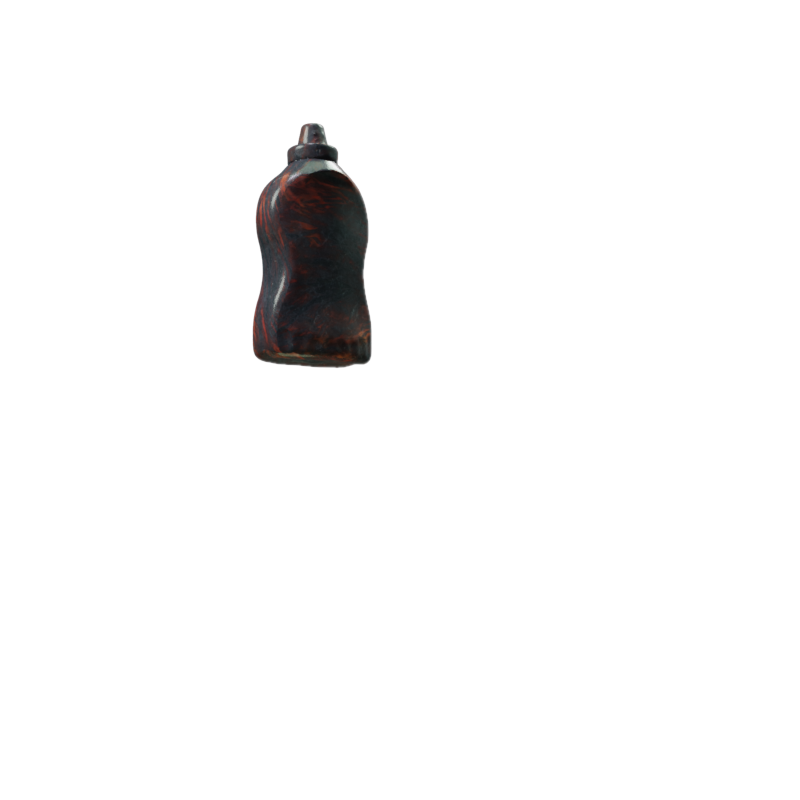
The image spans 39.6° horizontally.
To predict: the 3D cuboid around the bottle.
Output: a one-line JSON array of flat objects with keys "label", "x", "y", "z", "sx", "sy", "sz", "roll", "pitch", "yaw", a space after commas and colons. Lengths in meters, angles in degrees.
[{"label": "bottle", "x": -0.068, "y": -0.124, "z": 0.871, "sx": 0.092, "sy": 0.197, "sz": 0.059, "roll": 7, "pitch": -14, "yaw": -35}]
